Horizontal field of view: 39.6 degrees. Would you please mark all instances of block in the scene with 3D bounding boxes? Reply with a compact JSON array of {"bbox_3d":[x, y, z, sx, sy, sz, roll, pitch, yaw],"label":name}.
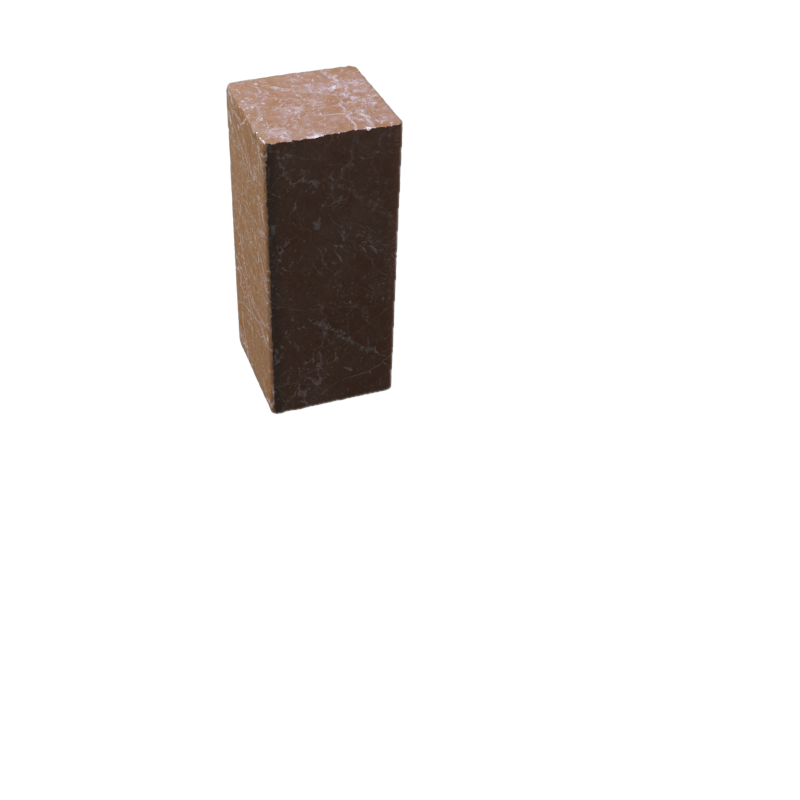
[{"bbox_3d":[-0.058,-0.105,0.736,0.089,0.193,0.098,-11,39,-18],"label":"block"}]
